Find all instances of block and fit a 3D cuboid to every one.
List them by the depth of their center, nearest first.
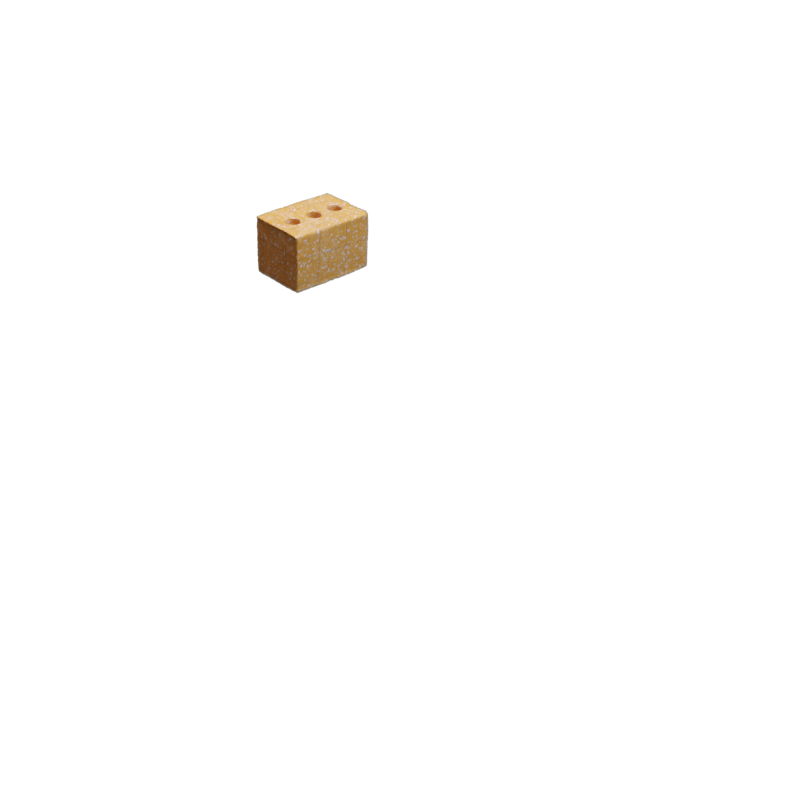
[{"bbox_3d":[-0.071,-0.129,0.903,0.077,0.048,0.056,-25,38,-36],"label":"block"}]
